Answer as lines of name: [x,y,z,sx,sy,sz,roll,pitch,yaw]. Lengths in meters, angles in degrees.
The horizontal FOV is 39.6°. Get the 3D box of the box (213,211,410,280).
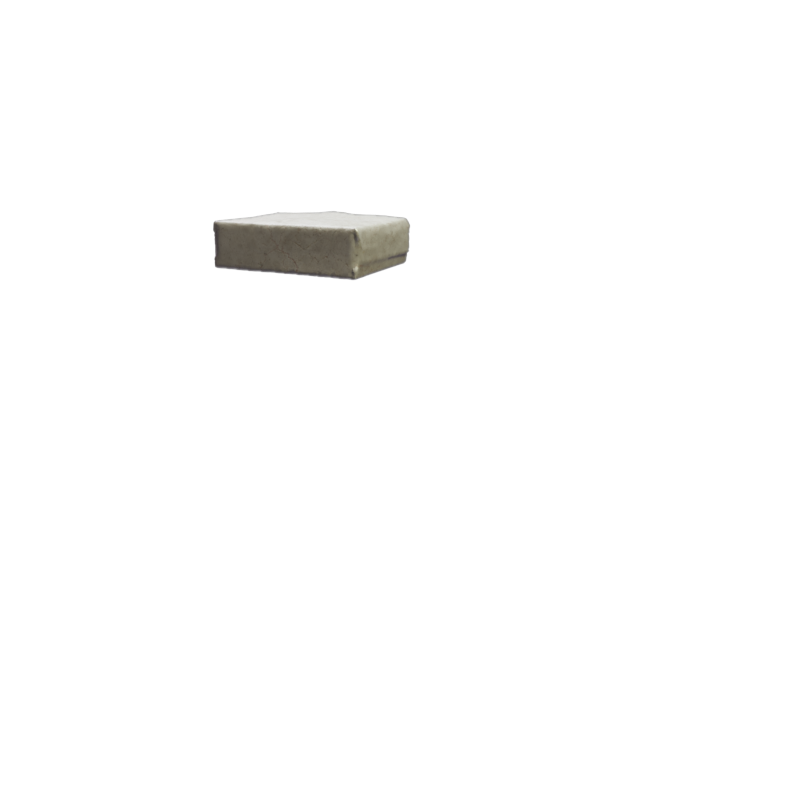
box: [-0.049,-0.089,0.624,0.092,0.029,0.072,6,14,24]
